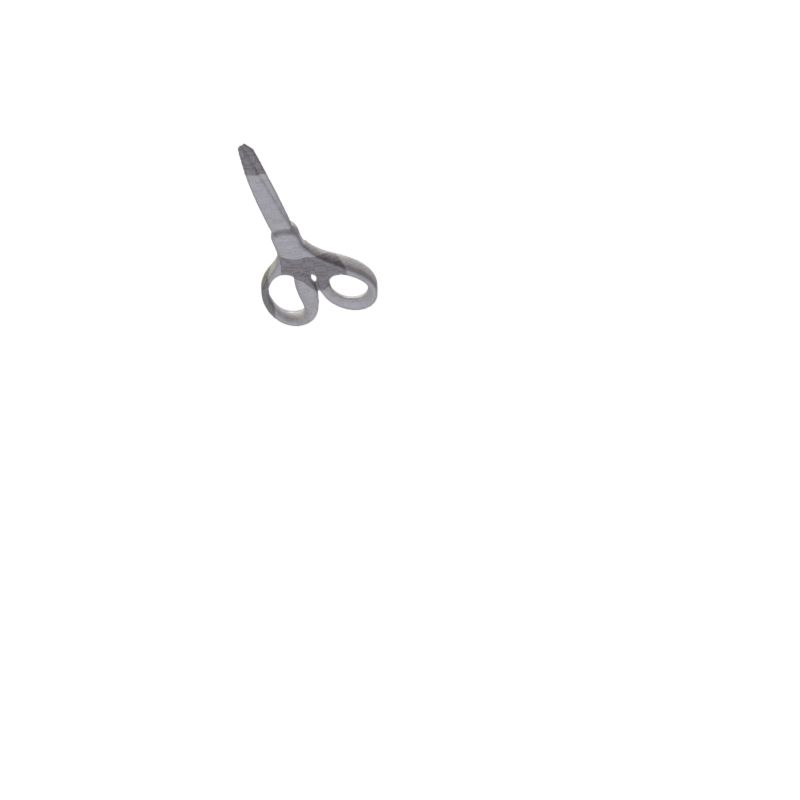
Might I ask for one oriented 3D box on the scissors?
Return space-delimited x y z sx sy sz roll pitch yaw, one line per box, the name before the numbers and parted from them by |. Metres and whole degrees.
scissors | -0.061 -0.111 0.778 0.096 0.017 0.189 2 -31 -3
